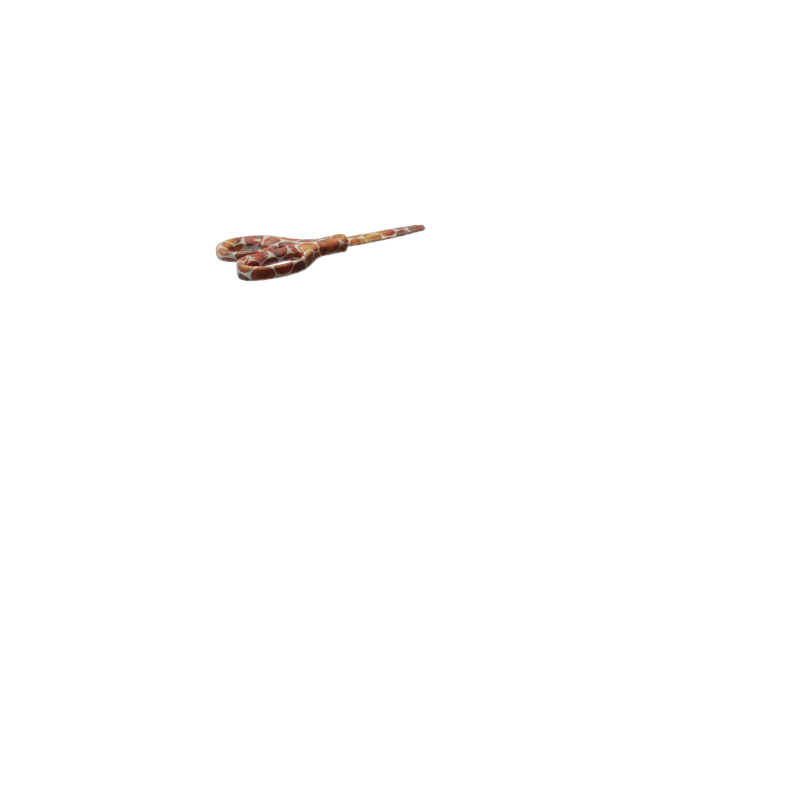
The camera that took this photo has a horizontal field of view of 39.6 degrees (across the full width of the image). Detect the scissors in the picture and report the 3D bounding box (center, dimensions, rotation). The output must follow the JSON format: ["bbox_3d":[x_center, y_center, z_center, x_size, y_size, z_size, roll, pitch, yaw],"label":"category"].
[{"bbox_3d":[-0.076,-0.138,0.967,0.102,0.015,0.200,18,30,35],"label":"scissors"}]
